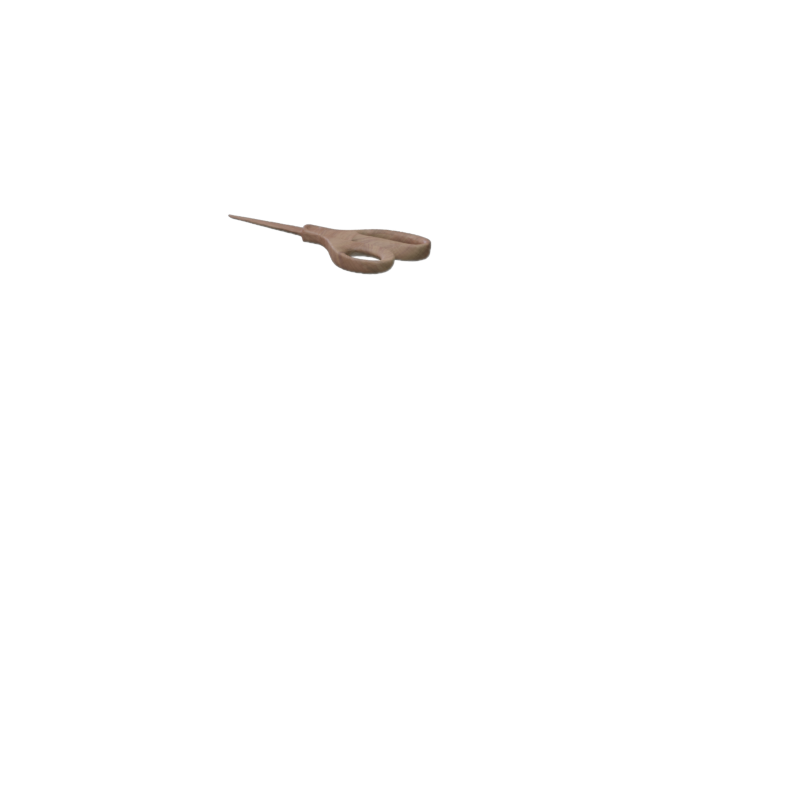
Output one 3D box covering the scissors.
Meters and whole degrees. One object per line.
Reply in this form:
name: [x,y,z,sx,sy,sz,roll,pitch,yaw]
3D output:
scissors: [-0.075,-0.138,0.963,0.207,0.015,0.098,9,26,18]
